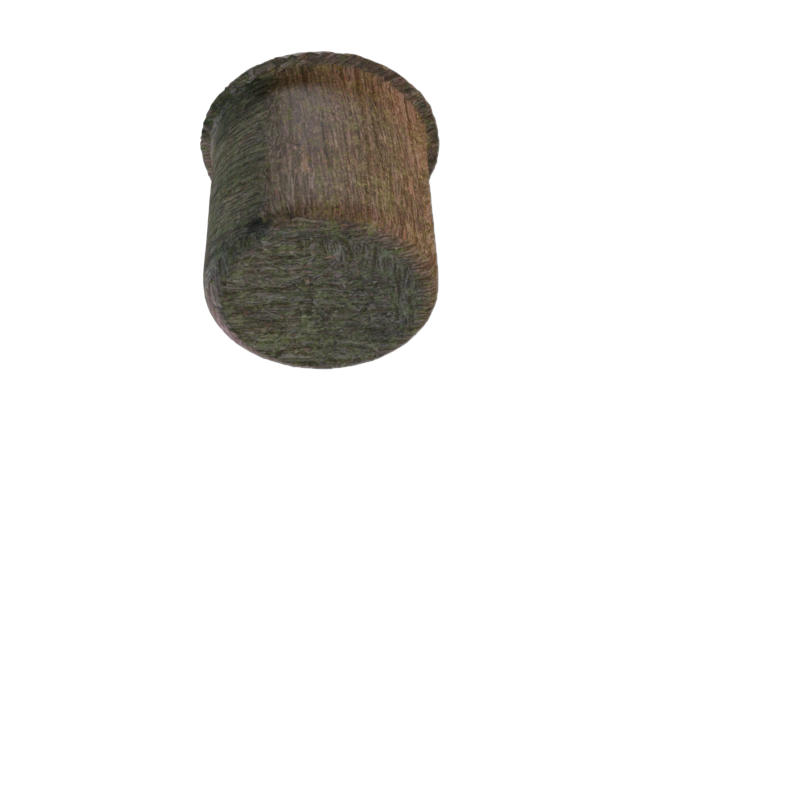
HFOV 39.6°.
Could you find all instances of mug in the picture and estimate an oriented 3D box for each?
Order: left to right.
[{"bbox_3d":[-0.032,-0.059,0.414,0.091,0.087,0.111,9,-41,-12],"label":"mug"}]
